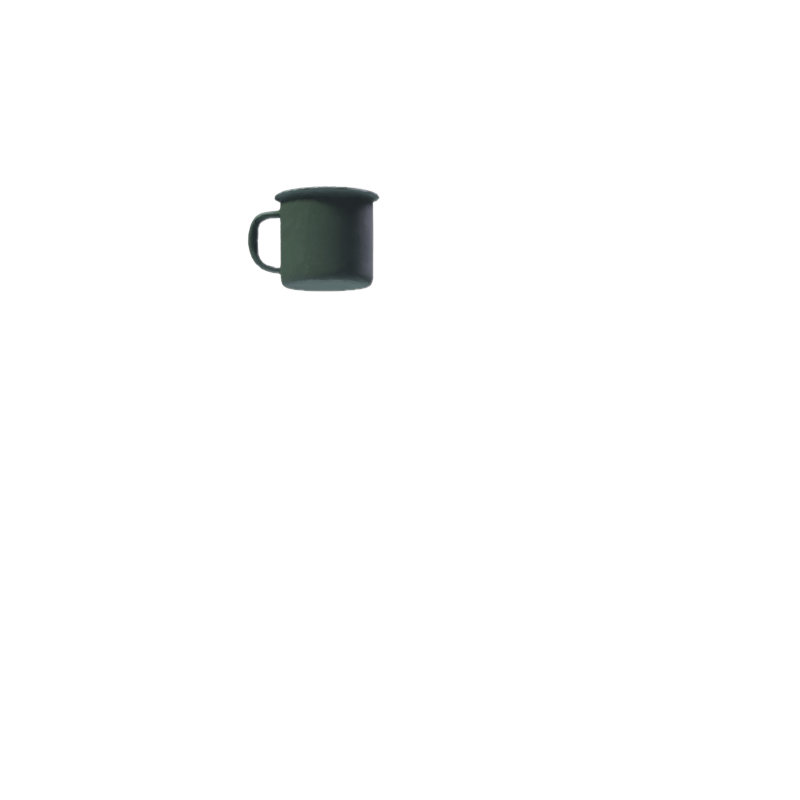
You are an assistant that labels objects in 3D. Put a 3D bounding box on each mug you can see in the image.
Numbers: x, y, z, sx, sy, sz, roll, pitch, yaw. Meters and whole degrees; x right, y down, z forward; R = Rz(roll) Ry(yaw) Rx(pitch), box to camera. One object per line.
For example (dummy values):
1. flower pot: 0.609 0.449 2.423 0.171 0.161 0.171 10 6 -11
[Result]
1. mug: -0.077 -0.140 0.978 0.118 0.083 0.091 0 -4 4
